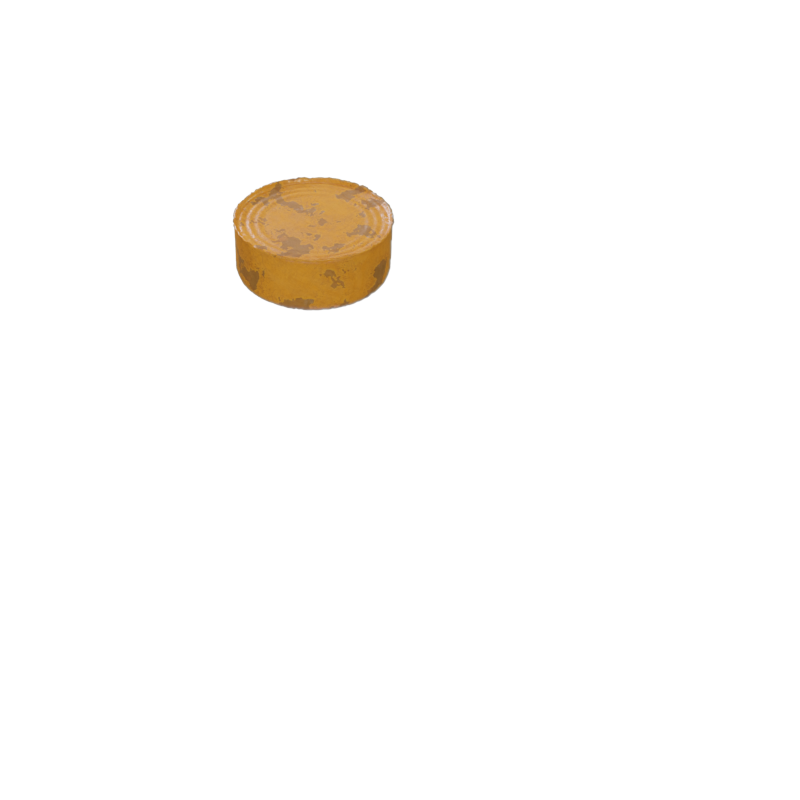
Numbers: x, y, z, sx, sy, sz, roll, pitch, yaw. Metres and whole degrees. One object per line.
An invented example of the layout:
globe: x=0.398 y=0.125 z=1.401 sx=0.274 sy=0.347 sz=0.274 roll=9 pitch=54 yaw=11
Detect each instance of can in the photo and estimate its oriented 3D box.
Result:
can: x=-0.047 y=-0.085 z=0.598 sx=0.086 sy=0.031 sz=0.092 roll=-1 pitch=38 yaw=-2
